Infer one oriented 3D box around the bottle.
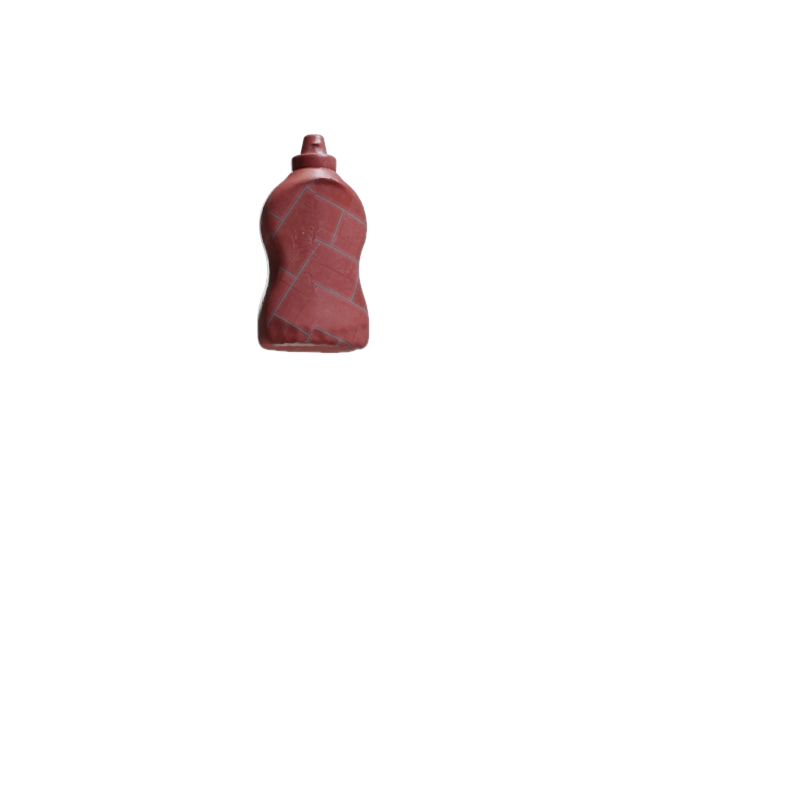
[{"bbox_3d":[-0.076,-0.139,0.976,0.094,0.197,0.058,3,-11,-19],"label":"bottle"}]
